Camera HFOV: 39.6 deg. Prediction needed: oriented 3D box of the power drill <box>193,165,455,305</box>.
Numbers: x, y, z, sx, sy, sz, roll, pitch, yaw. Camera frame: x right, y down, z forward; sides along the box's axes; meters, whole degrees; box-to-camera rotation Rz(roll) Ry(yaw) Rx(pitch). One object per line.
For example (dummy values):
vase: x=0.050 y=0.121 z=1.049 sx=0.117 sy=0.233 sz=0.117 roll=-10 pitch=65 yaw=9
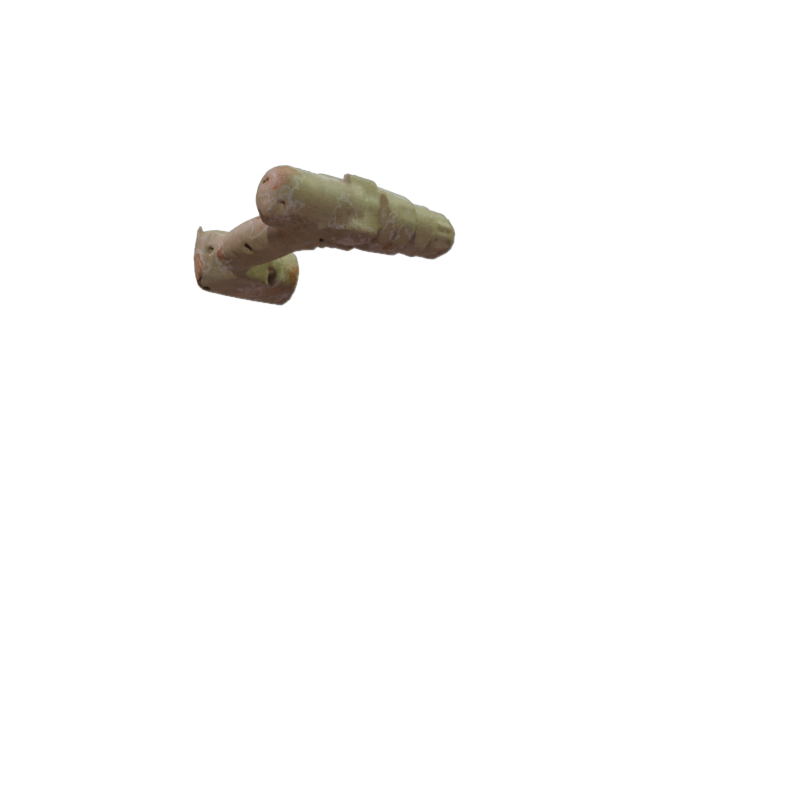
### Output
power drill: x=-0.073 y=-0.133 z=0.933 sx=0.175 sy=0.060 sz=0.188 roll=13 pitch=-21 yaw=-35
